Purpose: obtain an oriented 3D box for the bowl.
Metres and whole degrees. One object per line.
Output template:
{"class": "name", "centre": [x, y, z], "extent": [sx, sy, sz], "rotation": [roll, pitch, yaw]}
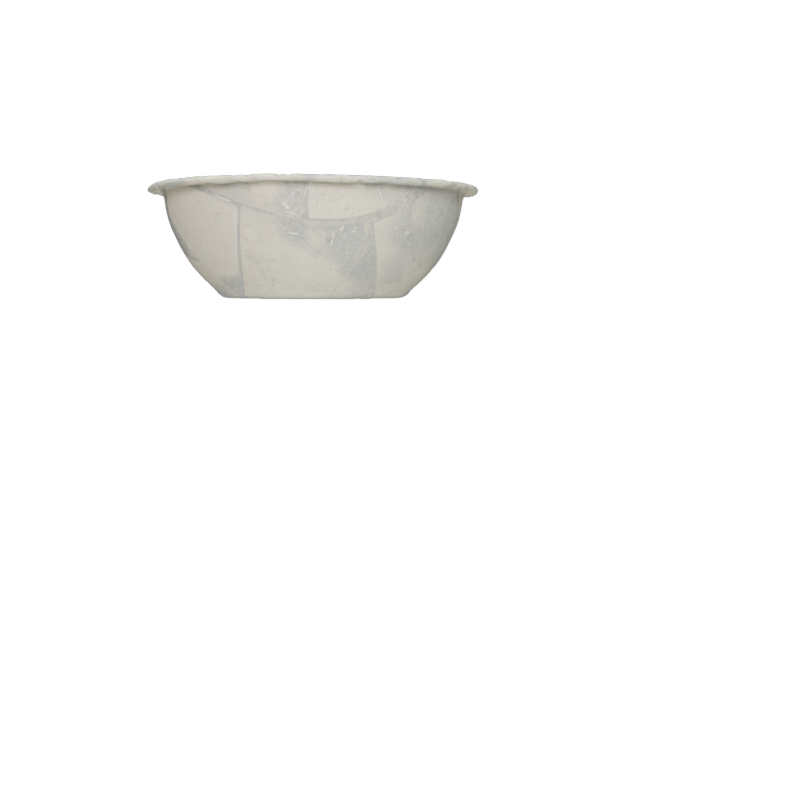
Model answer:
{"class": "bowl", "centre": [-0.043, -0.078, 0.546], "extent": [0.162, 0.055, 0.163], "rotation": [0, 5, -2]}
